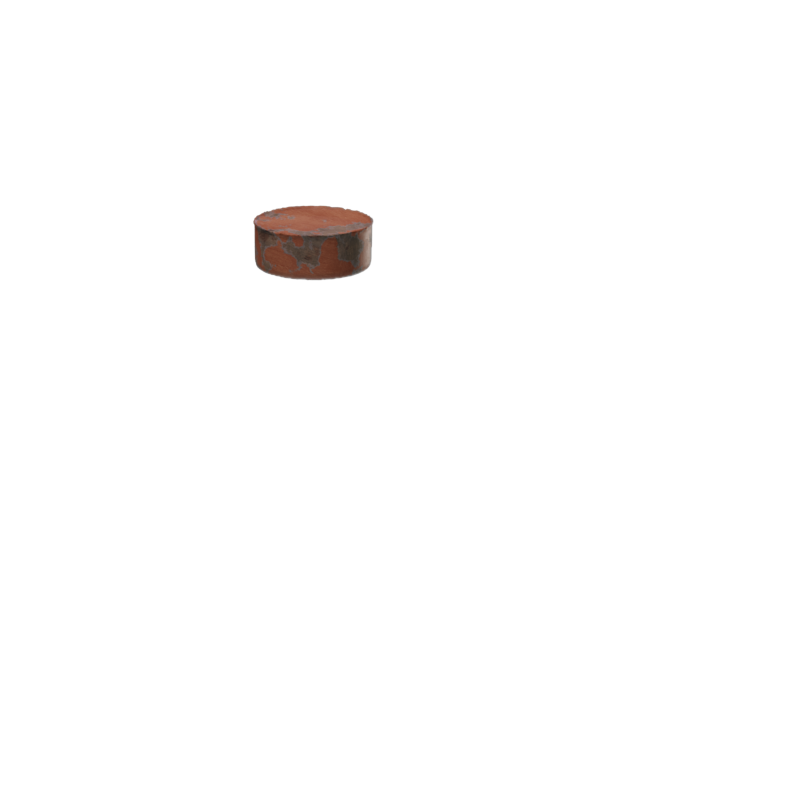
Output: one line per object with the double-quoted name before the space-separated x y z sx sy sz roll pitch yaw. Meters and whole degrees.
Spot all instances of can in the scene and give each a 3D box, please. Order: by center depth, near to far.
"can" -0.062 -0.114 0.796 0.086 0.032 0.090 -1 22 -2
